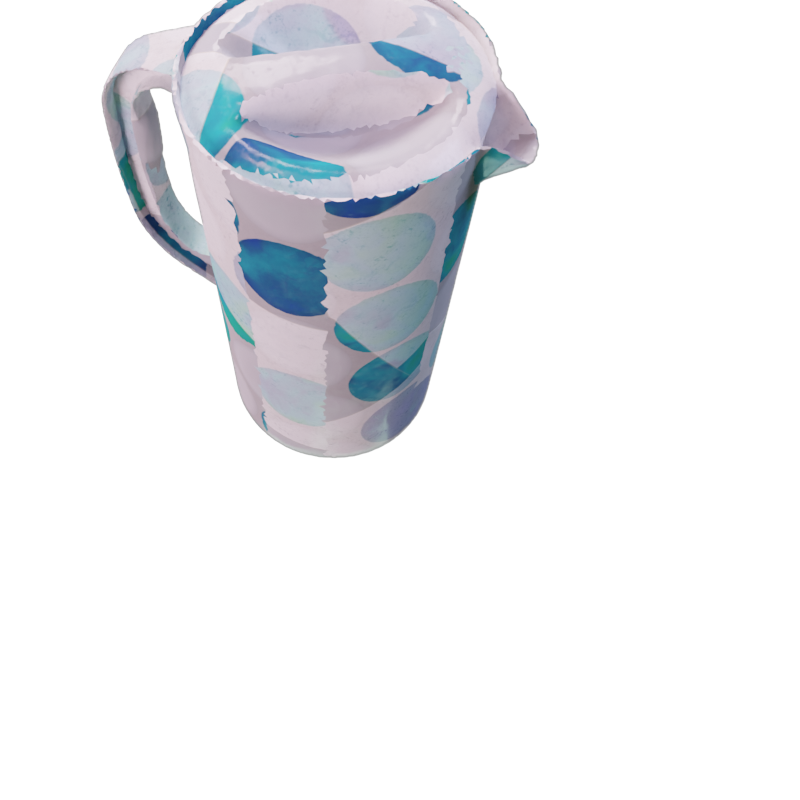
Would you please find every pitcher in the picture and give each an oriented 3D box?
[{"bbox_3d":[-0.042,-0.076,0.533,0.144,0.160,0.227,-25,-29,-18],"label":"pitcher"}]
